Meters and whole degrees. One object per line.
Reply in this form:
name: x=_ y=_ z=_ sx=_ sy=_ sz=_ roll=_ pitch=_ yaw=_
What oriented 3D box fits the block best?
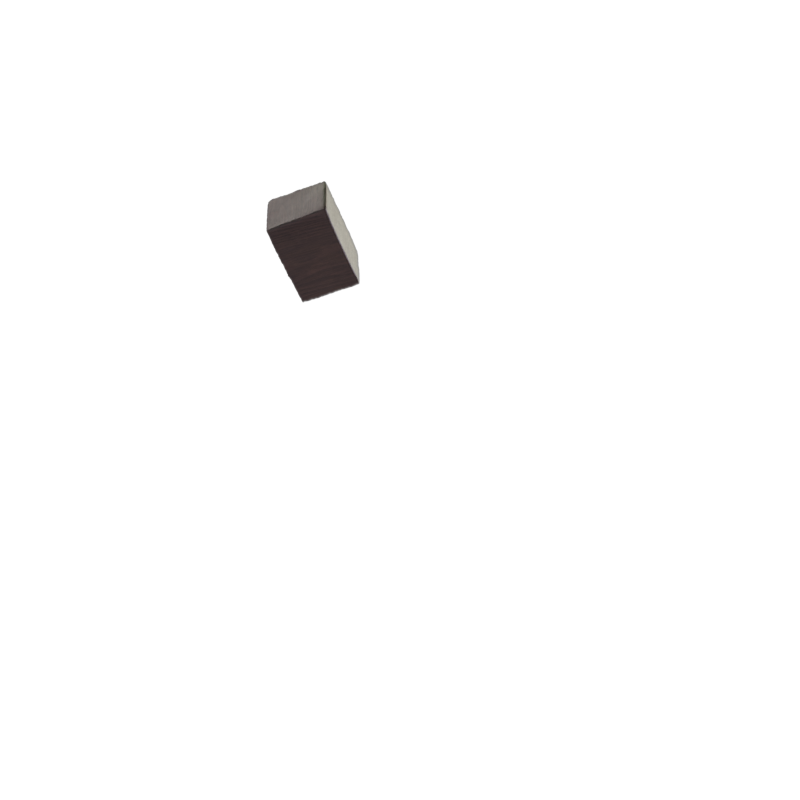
block: x=-0.071 y=-0.130 z=0.908 sx=0.053 sy=0.073 sz=0.055 roll=-18 pitch=33 yaw=10
